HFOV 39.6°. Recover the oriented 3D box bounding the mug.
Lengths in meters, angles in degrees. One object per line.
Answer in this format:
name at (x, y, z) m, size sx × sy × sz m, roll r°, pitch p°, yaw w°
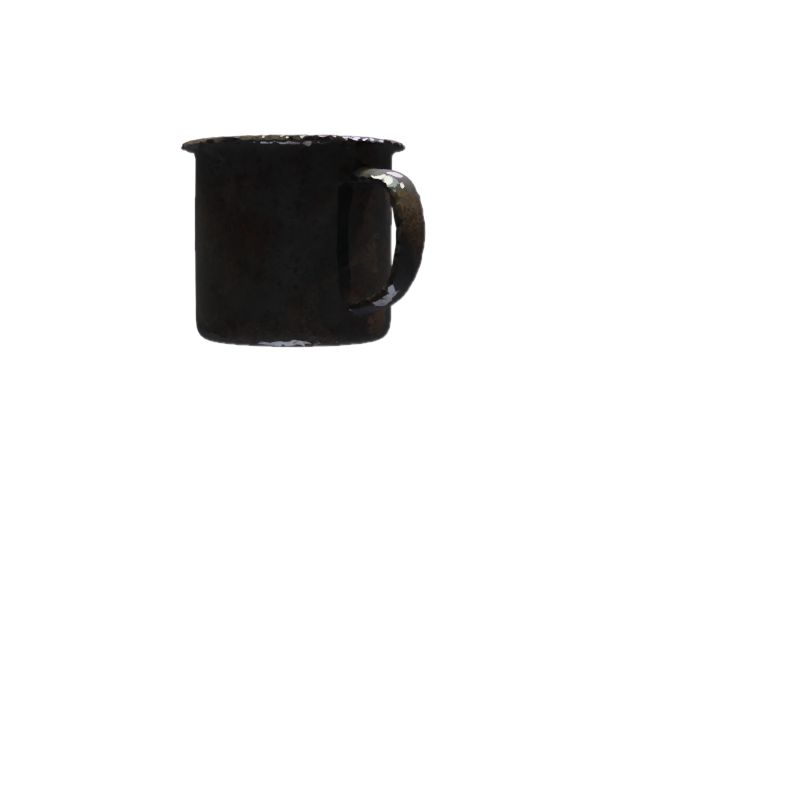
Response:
mug at (-0.036, -0.065, 0.454) m, size 0.122 × 0.081 × 0.090 m, roll 5°, pitch 7°, yaw 43°
